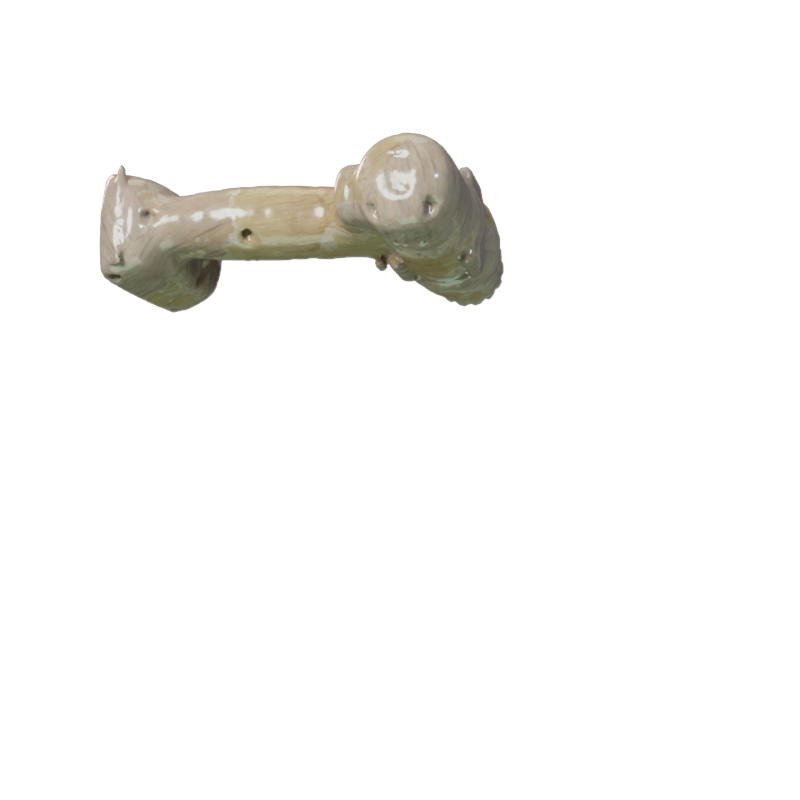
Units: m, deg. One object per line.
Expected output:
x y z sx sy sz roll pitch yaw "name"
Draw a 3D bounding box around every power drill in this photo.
-0.045 -0.082 0.574 0.191 0.059 0.175 -3 -12 15 "power drill"
